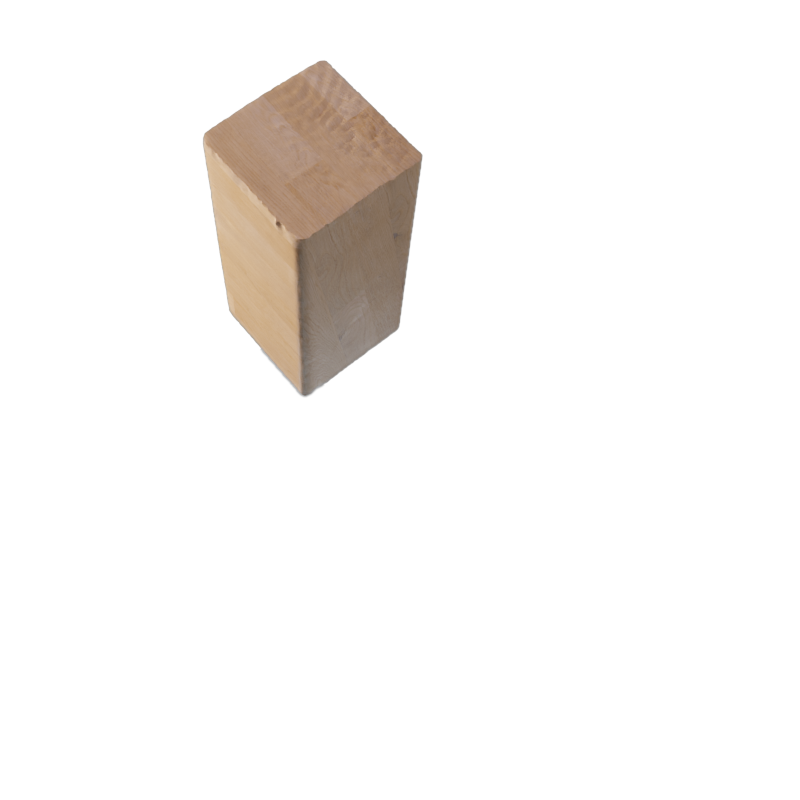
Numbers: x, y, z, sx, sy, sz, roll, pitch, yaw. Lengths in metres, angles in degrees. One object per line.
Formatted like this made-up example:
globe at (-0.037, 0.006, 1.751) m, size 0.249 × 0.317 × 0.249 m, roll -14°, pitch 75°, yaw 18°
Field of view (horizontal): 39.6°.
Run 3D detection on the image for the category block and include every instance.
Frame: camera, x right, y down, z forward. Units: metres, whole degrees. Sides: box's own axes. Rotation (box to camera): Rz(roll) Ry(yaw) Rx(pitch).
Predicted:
block at (-0.055, -0.098, 0.689) m, size 0.091 × 0.095 × 0.195 m, roll -36°, pitch -18°, yaw -18°
